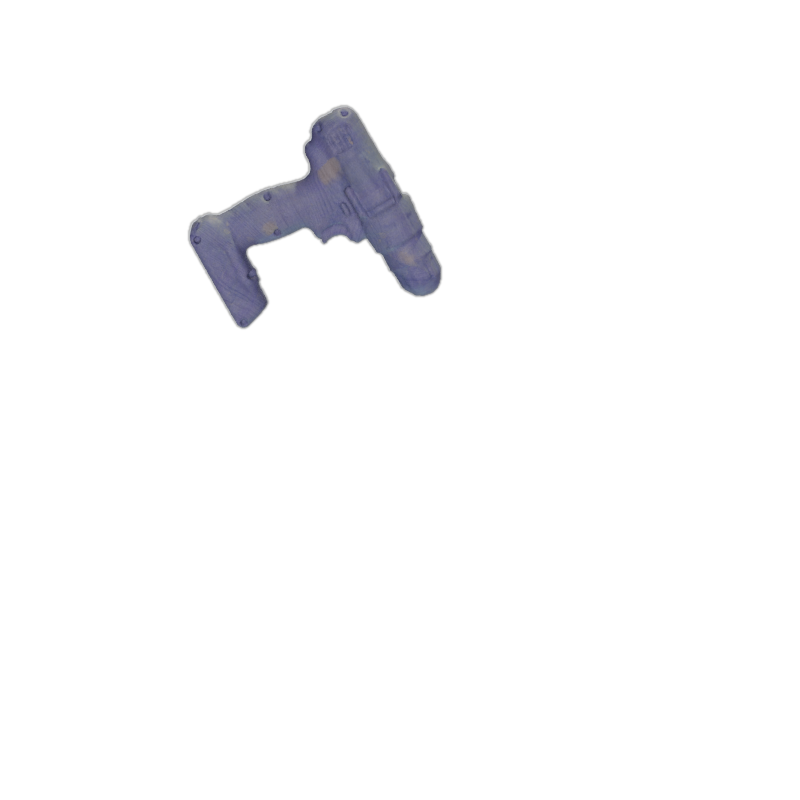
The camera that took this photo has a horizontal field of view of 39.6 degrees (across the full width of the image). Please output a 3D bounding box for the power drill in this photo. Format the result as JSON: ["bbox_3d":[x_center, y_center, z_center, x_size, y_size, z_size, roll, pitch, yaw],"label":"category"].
[{"bbox_3d":[-0.077,-0.140,0.982,0.187,0.182,0.058,-29,6,3],"label":"power drill"}]
